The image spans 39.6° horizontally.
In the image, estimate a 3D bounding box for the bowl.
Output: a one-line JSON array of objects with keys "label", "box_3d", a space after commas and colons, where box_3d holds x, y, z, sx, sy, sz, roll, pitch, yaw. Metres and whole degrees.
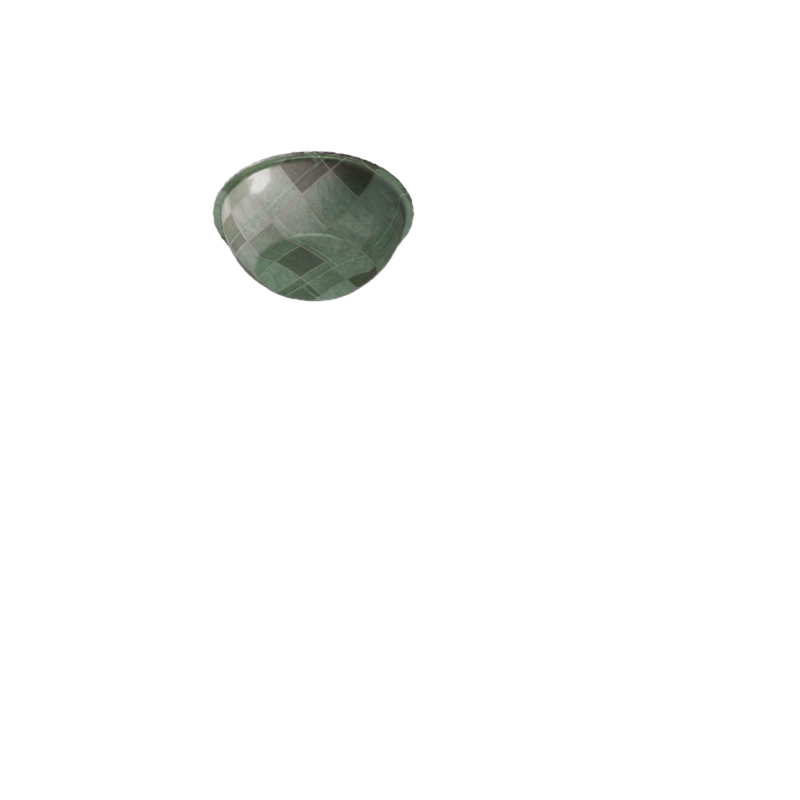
[{"label": "bowl", "box_3d": [-0.069, -0.125, 0.877, 0.162, 0.059, 0.152, 1, -31, -2]}]
